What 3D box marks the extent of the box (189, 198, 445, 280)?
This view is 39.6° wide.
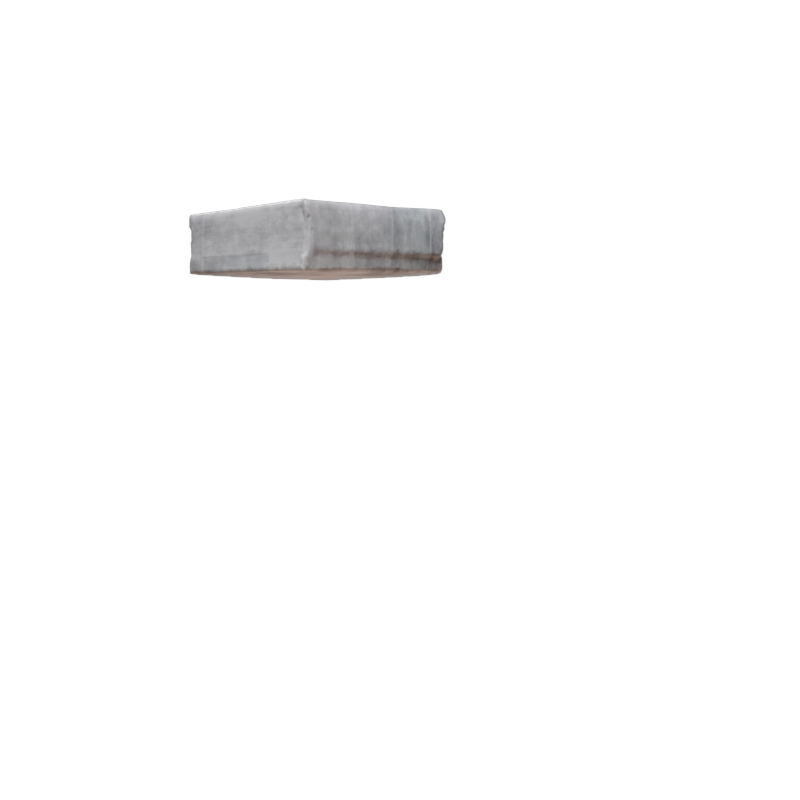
[{"bbox_3d":[-0.037,-0.067,0.471,0.070,0.030,0.093,-2,4,-38],"label":"box"}]
